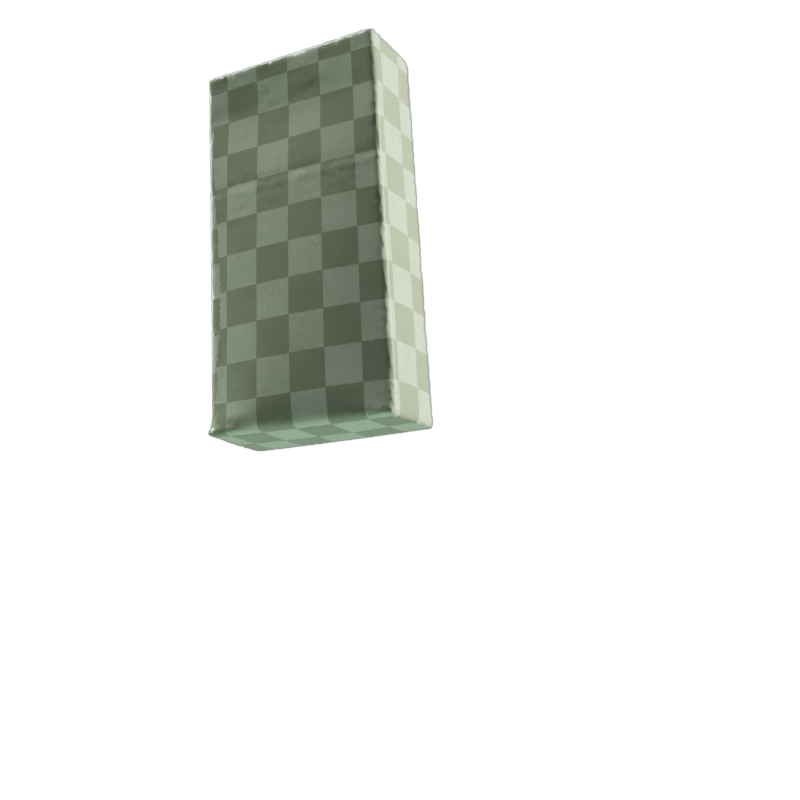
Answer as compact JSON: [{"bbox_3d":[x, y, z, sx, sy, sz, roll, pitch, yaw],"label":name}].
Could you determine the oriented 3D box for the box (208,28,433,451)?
[{"bbox_3d":[-0.039,-0.072,0.501,0.095,0.185,0.045,-11,-22,26],"label":"box"}]
